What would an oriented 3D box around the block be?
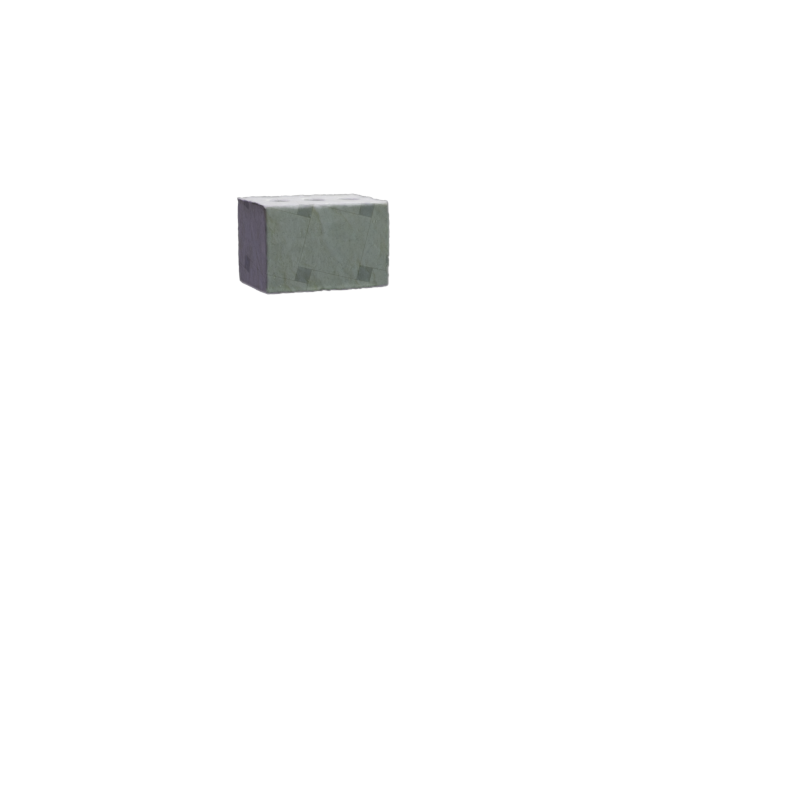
[{"bbox_3d":[-0.051,-0.092,0.647,0.076,0.050,0.055,-5,12,-23],"label":"block"}]
